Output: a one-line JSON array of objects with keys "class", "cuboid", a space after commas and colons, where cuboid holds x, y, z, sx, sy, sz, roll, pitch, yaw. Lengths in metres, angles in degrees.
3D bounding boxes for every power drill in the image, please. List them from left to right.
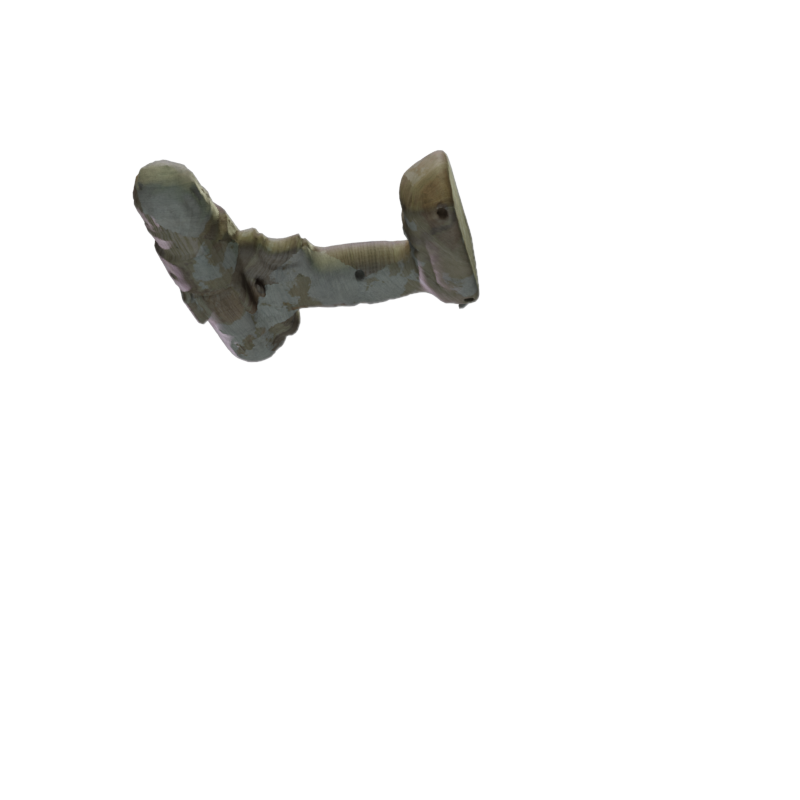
[{"class": "power drill", "cuboid": [-0.054, -0.098, 0.689, 0.190, 0.061, 0.170, -9, -33, 13]}]
